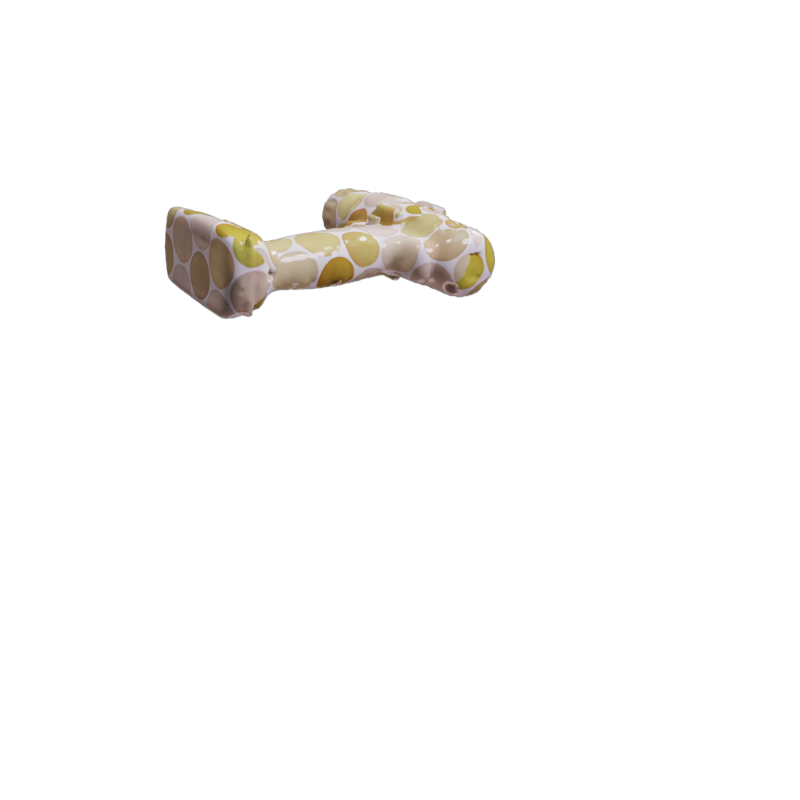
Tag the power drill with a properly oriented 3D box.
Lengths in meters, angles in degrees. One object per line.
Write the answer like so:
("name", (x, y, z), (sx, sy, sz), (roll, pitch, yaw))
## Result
("power drill", (-0.058, -0.106, 0.745), (0.183, 0.055, 0.196), (-11, 23, -28))
